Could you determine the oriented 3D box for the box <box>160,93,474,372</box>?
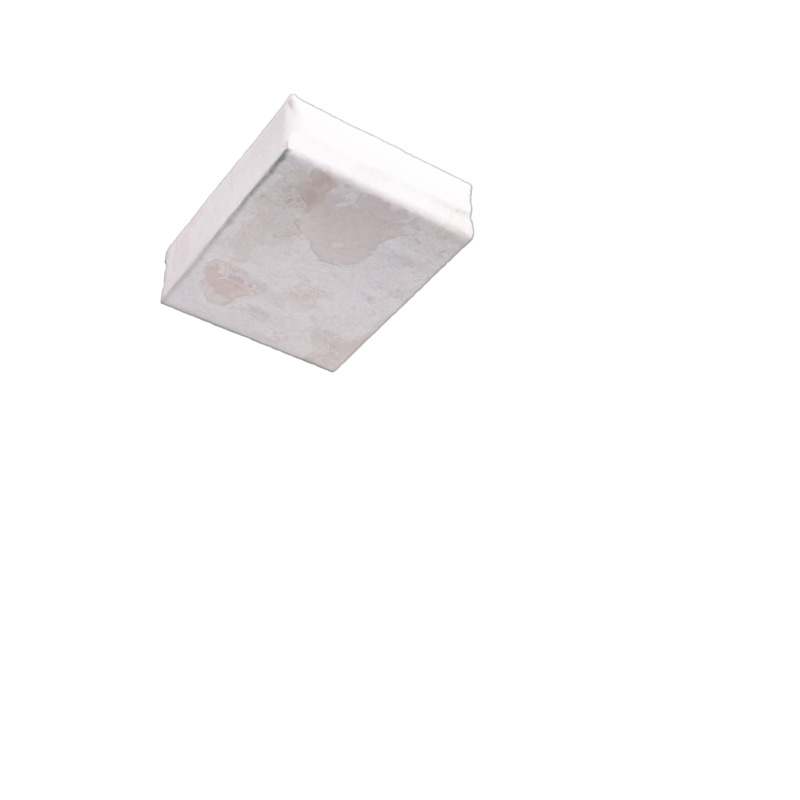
[{"bbox_3d":[-0.030,-0.054,0.380,0.070,0.032,0.087,23,-46,-26],"label":"box"}]
